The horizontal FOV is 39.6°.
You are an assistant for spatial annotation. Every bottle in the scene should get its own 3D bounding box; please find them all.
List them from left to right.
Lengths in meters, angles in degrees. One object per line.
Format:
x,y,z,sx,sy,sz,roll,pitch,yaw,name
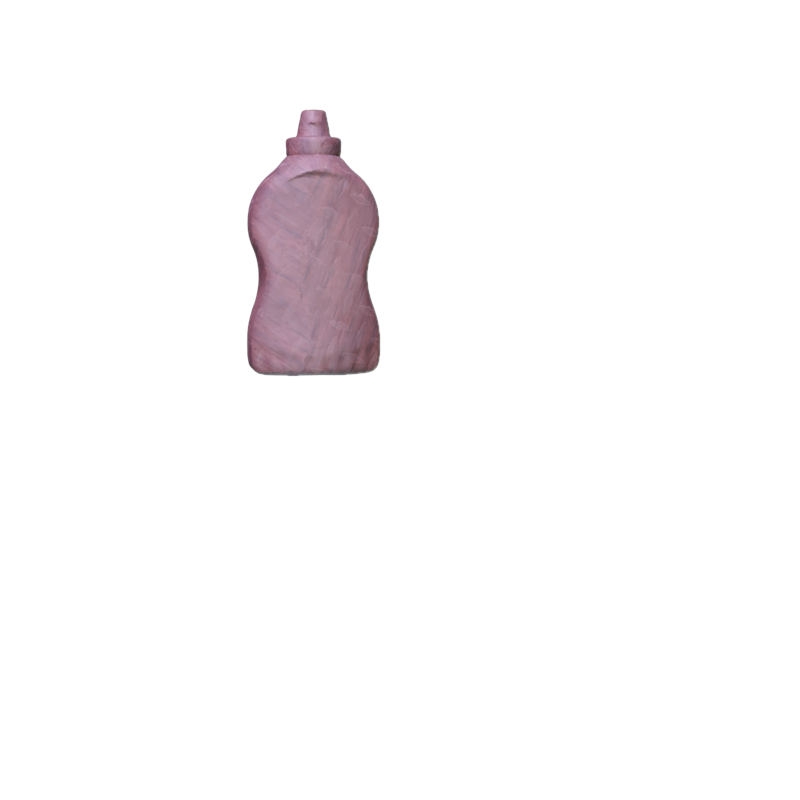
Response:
-0.063,-0.116,0.812,0.095,0.192,0.059,0,0,-9,bottle
